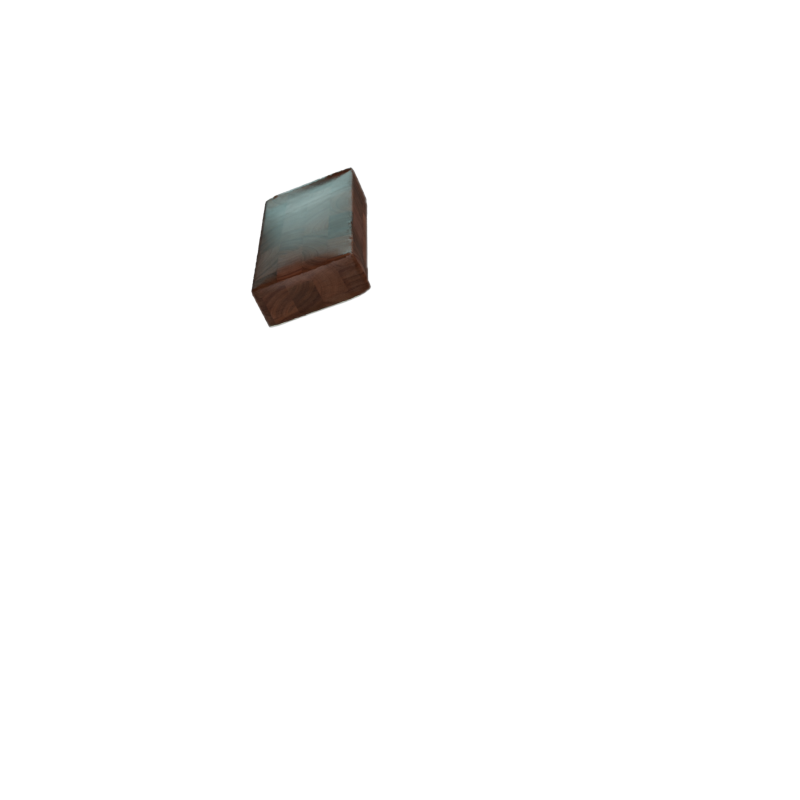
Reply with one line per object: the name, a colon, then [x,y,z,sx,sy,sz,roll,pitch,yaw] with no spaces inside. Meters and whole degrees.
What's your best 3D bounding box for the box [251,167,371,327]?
box: [-0.077,-0.139,0.975,0.094,0.045,0.188,-20,34,10]
